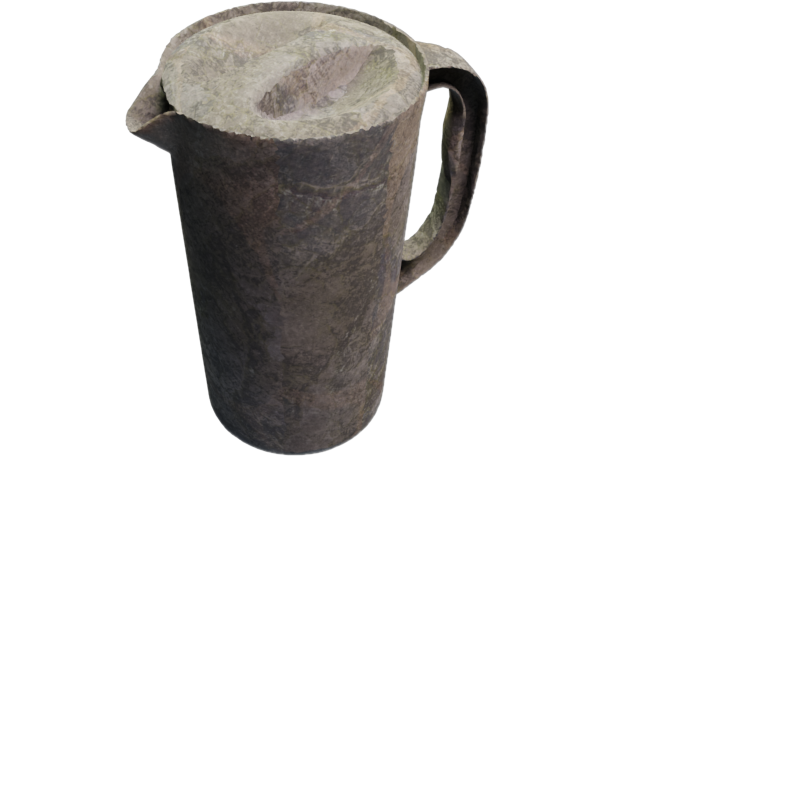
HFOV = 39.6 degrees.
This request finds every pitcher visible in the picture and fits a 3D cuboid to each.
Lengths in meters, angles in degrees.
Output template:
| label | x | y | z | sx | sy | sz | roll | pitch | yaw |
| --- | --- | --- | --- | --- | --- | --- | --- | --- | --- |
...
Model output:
| label | x | y | z | sx | sy | sz | roll | pitch | yaw |
| --- | --- | --- | --- | --- | --- | --- | --- | --- | --- |
| pitcher | -0.048 | -0.088 | 0.614 | 0.154 | 0.226 | 0.150 | 18 | 45 | 16 |
